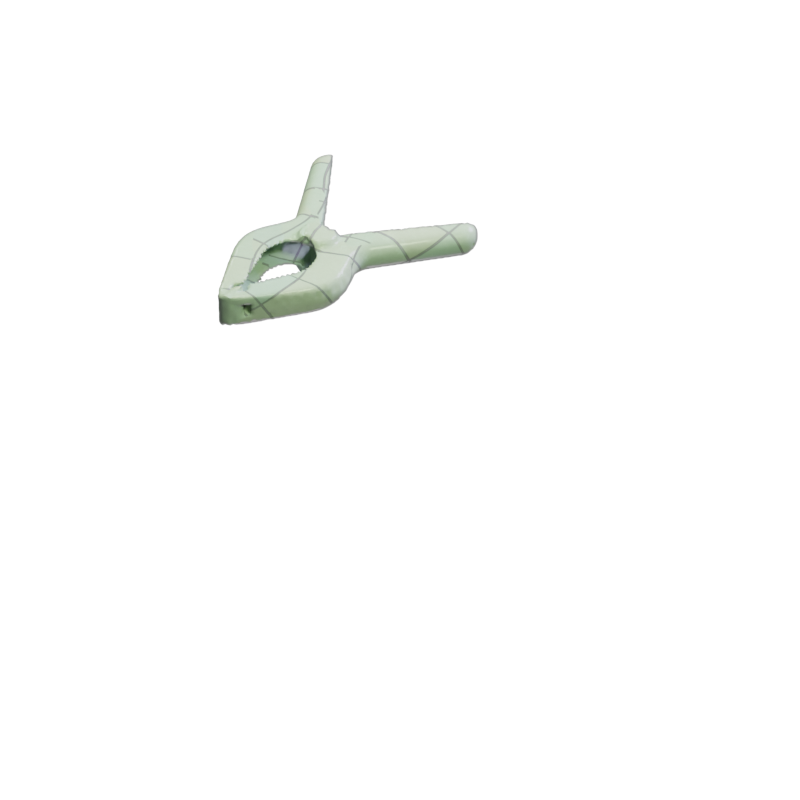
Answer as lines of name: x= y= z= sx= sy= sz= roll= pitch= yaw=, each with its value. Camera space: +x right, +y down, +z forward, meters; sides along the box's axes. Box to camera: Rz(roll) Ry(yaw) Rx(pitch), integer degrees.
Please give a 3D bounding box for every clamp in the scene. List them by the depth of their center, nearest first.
clamp: x=-0.067 y=-0.123 z=0.859 sx=0.210 sy=0.034 sz=0.176 roll=-31 pitch=49 yaw=-31
